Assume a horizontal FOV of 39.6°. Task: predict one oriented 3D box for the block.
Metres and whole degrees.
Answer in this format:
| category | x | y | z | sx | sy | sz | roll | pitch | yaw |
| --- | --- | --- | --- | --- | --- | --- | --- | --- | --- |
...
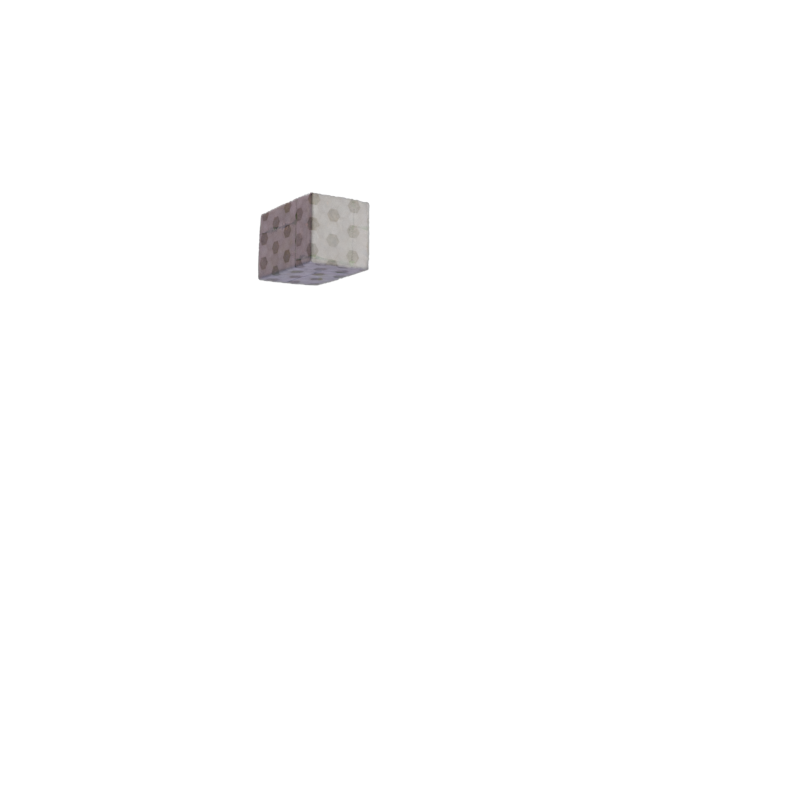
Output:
| category | x | y | z | sx | sy | sz | roll | pitch | yaw |
| --- | --- | --- | --- | --- | --- | --- | --- | --- | --- |
| block | -0.064 | -0.117 | 0.822 | 0.050 | 0.053 | 0.079 | 6 | -10 | -34 |
